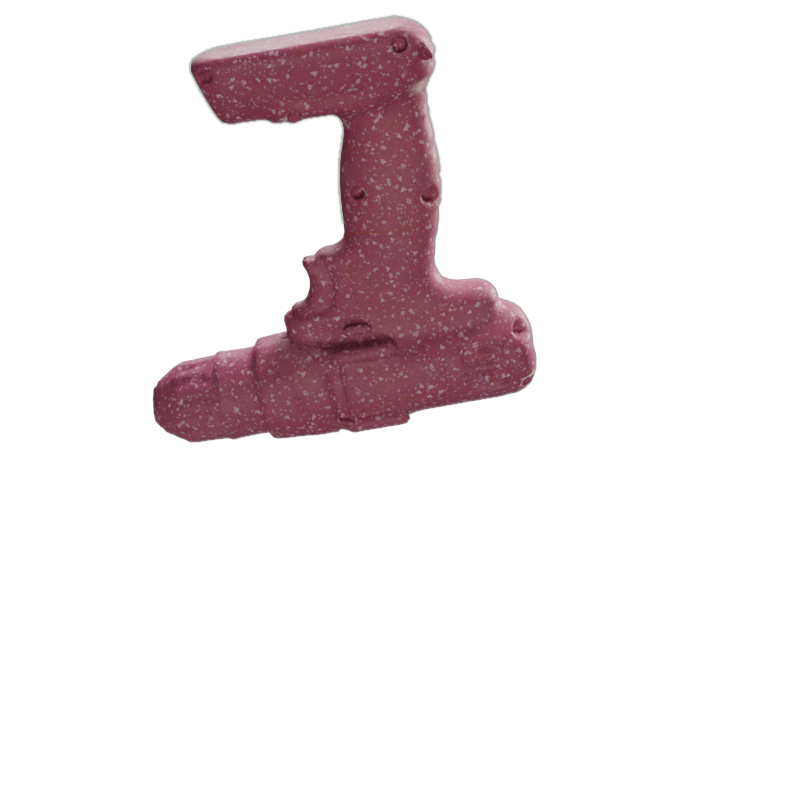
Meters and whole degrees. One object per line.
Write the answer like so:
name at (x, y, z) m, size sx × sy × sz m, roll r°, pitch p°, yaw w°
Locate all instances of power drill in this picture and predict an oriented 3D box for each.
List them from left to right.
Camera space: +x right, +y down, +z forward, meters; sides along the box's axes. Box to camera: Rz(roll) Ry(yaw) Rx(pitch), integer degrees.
power drill at (-0.040, -0.073, 0.511) m, size 0.185 × 0.179 × 0.060 m, roll -10°, pitch 19°, yaw 3°
